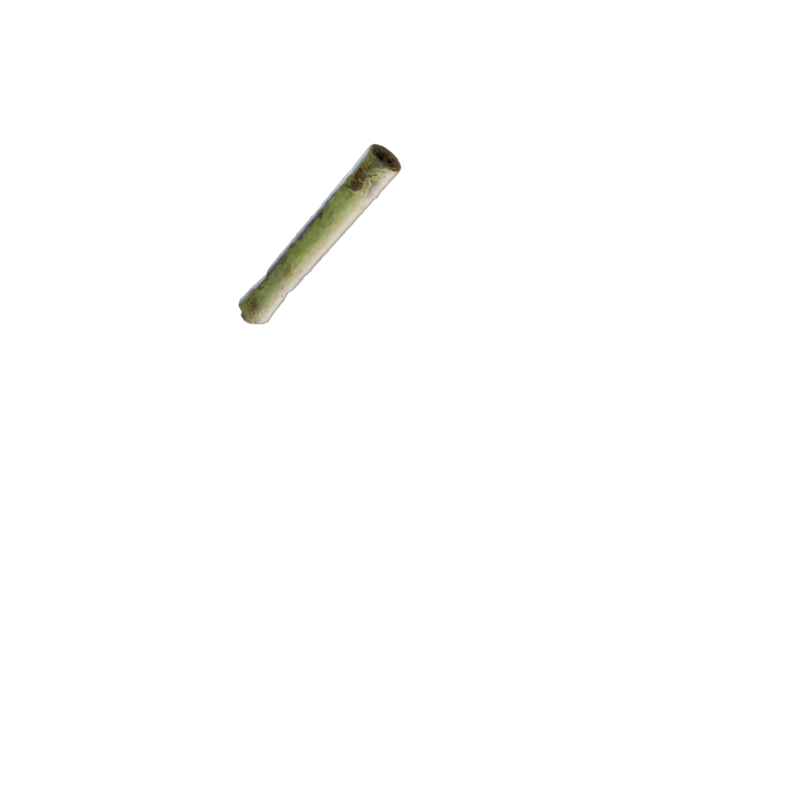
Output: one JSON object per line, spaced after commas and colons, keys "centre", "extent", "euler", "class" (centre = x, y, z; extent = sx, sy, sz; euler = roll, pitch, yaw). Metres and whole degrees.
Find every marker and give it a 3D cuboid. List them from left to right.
{"centre": [-0.043, -0.079, 0.550], "extent": [0.019, 0.021, 0.118], "euler": [-3, -35, -52], "class": "marker"}
